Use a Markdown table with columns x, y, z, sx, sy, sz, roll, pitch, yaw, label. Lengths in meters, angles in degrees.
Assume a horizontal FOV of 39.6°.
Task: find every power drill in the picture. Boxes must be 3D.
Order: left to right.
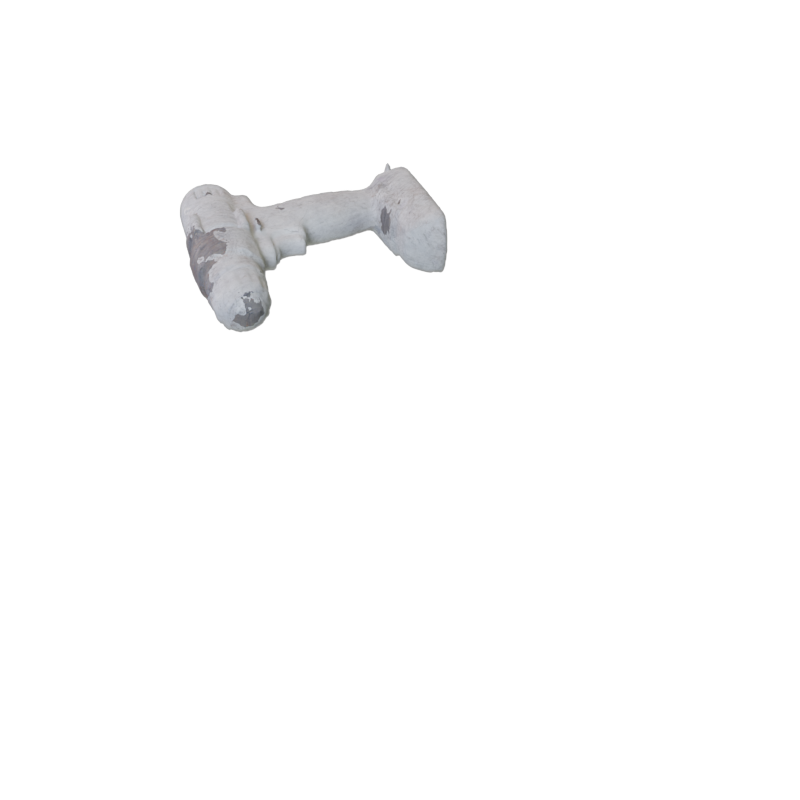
| x | y | z | sx | sy | sz | roll | pitch | yaw | label |
| --- | --- | --- | --- | --- | --- | --- | --- | --- | --- |
| -0.065 | -0.118 | 0.825 | 0.185 | 0.054 | 0.199 | -9 | 35 | -13 | power drill |
